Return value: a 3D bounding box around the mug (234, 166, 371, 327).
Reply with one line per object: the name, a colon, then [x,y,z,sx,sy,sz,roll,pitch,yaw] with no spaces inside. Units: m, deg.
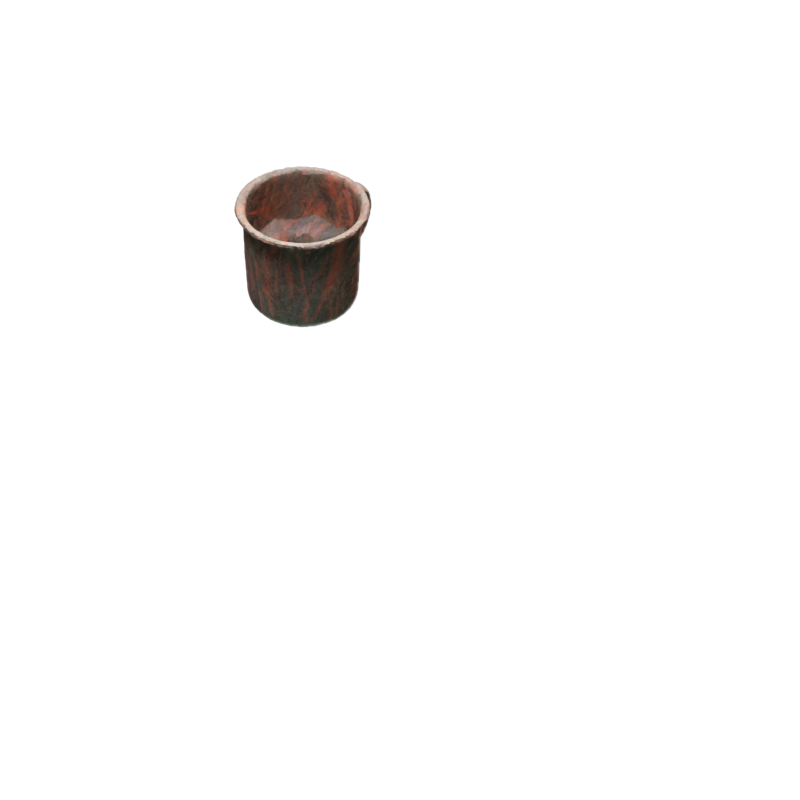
mug: [-0.062,-0.113,0.794,0.098,0.076,0.119,28,49,25]
